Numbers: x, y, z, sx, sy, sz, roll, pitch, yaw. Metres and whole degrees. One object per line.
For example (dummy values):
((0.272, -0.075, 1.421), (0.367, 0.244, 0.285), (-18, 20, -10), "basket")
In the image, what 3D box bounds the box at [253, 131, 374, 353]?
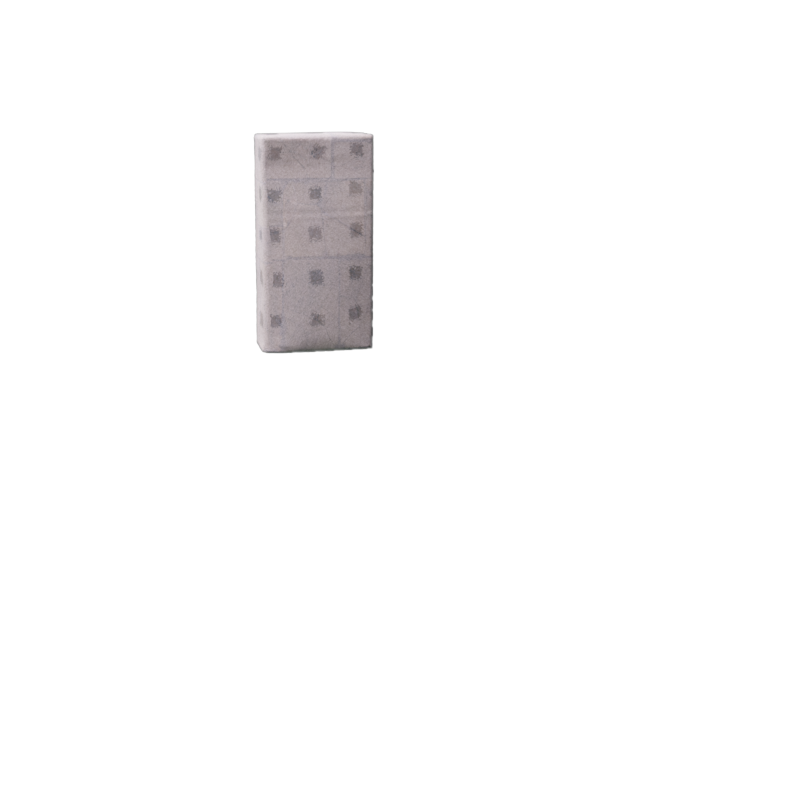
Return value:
((-0.070, -0.128, 0.898), (0.092, 0.173, 0.050), (-2, 9, -14), "box")
